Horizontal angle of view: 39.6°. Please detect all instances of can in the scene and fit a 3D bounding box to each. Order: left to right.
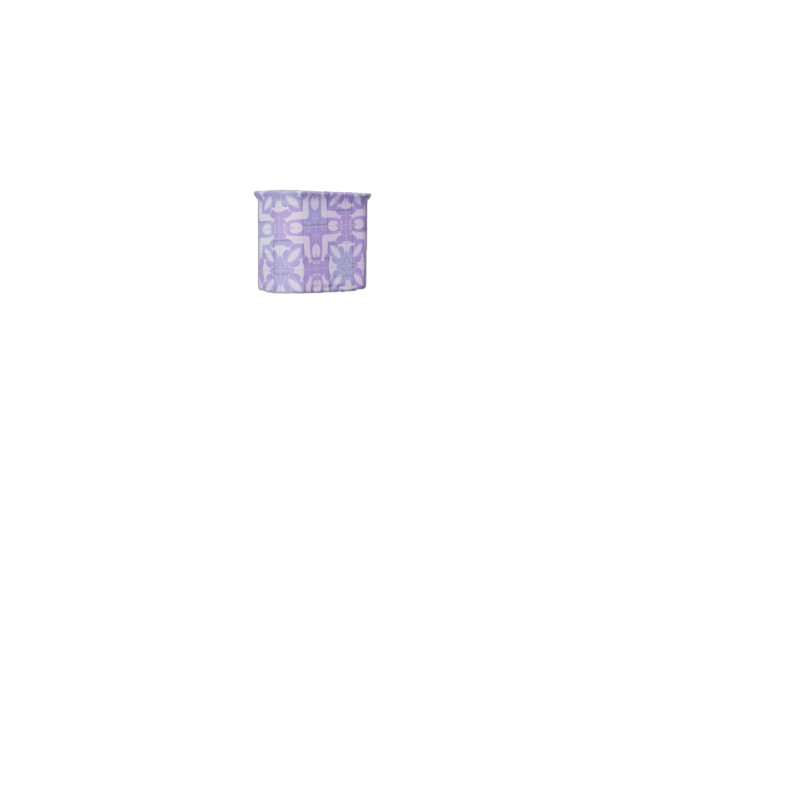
[{"bbox_3d":[-0.073,-0.133,0.933,0.098,0.083,0.060,-5,5,-43],"label":"can"}]
